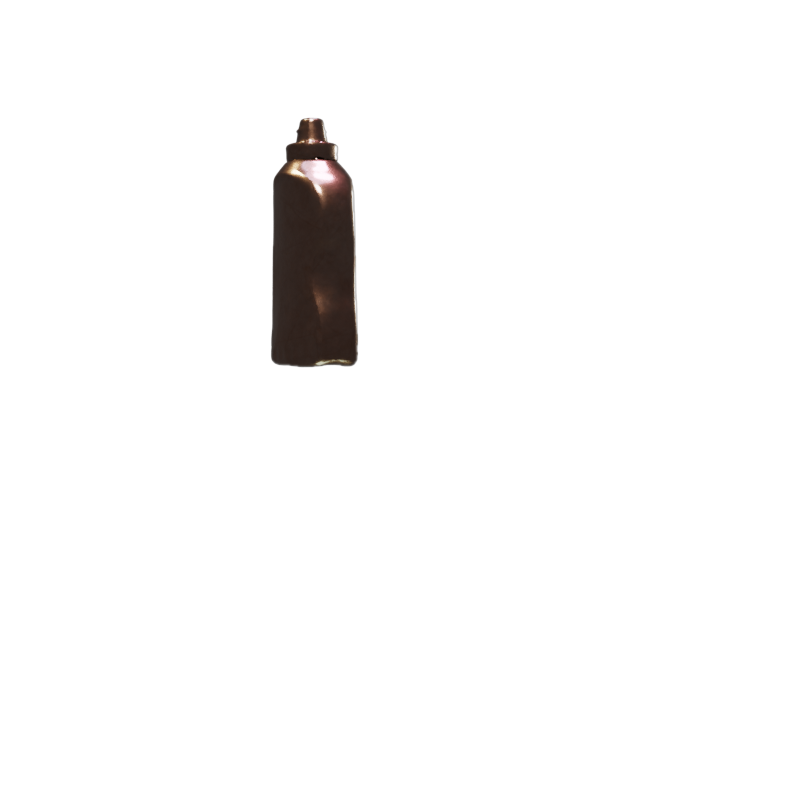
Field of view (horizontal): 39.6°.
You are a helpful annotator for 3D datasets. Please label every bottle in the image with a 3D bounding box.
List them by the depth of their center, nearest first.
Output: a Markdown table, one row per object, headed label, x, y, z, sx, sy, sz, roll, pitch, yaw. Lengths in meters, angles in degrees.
| label | x | y | z | sx | sy | sz | roll | pitch | yaw |
| --- | --- | --- | --- | --- | --- | --- | --- | --- | --- |
| bottle | -0.068 | -0.123 | 0.860 | 0.057 | 0.194 | 0.098 | 1 | -3 | -24 |
